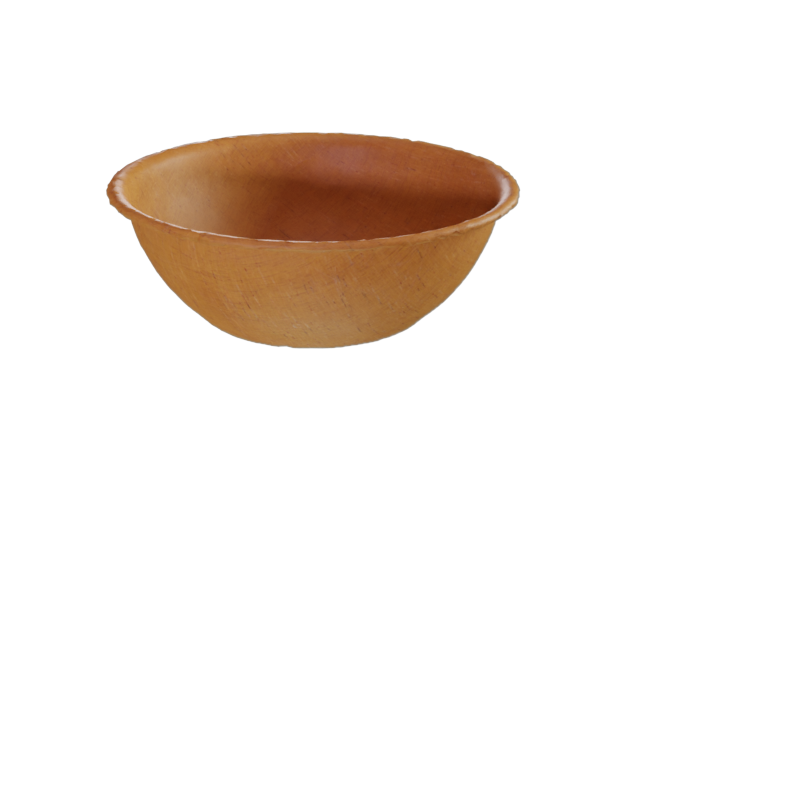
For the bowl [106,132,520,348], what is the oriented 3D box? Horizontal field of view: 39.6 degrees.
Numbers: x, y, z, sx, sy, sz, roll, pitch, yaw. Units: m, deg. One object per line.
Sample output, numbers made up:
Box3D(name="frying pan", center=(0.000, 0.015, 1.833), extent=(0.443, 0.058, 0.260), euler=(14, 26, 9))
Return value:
Box3D(name="bowl", center=(-0.035, -0.064, 0.446), extent=(0.162, 0.052, 0.170), euler=(-1, 25, -2))
